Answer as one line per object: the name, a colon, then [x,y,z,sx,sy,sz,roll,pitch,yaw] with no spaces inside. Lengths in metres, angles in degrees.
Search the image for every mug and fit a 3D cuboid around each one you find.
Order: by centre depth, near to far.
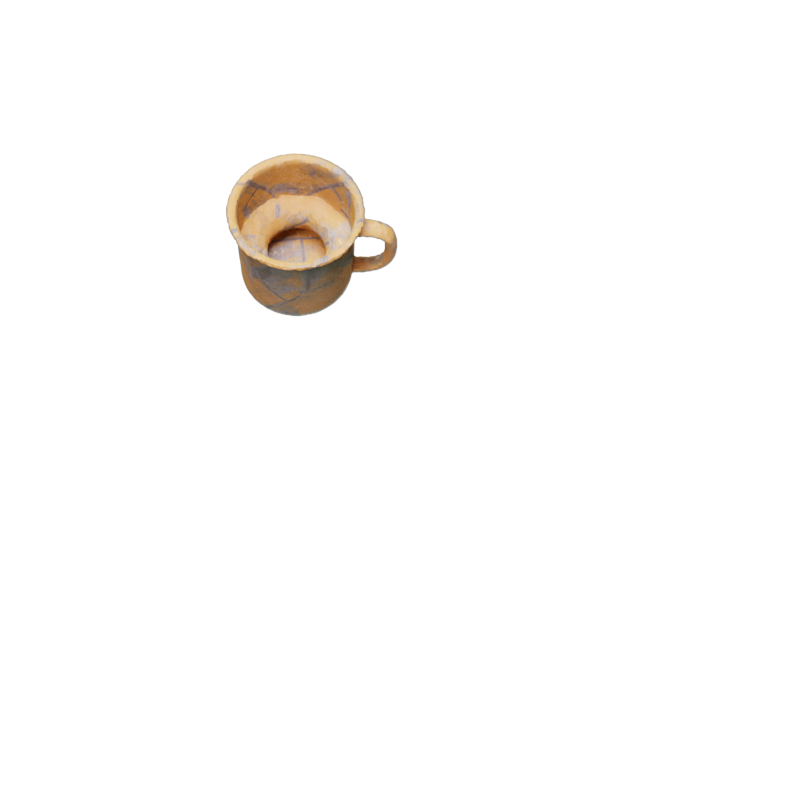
mug: [-0.061,-0.111,0.776,0.117,0.099,0.077,3,-28,0]
